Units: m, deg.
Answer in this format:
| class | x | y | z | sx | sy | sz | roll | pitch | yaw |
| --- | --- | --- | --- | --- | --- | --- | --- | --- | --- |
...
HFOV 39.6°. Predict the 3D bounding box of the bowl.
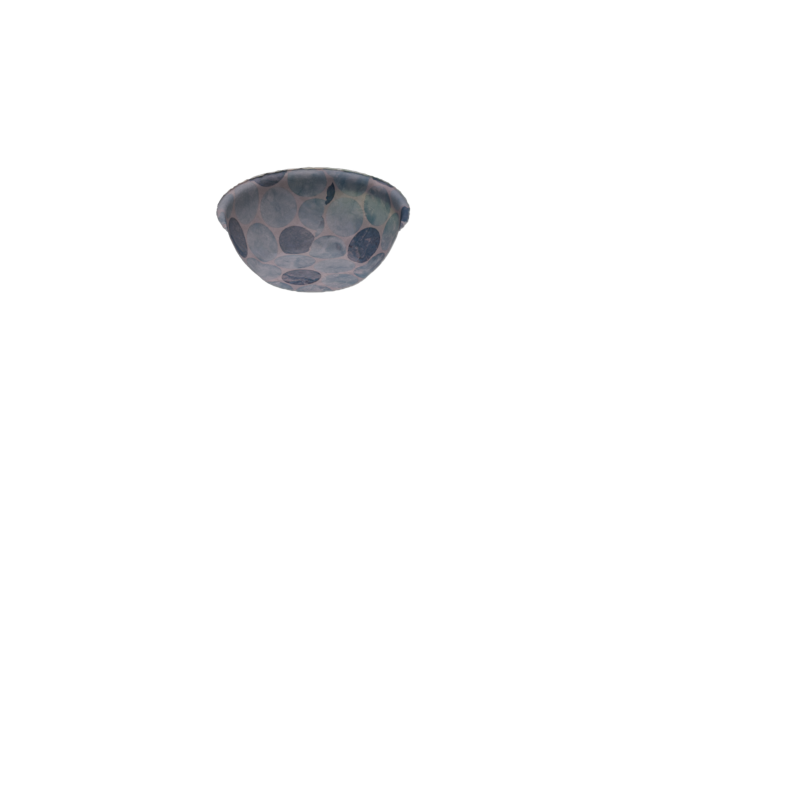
| class | x | y | z | sx | sy | sz | roll | pitch | yaw |
| --- | --- | --- | --- | --- | --- | --- | --- | --- | --- |
| bowl | -0.072 | -0.130 | 0.913 | 0.162 | 0.058 | 0.155 | 0 | -18 | -2 |
